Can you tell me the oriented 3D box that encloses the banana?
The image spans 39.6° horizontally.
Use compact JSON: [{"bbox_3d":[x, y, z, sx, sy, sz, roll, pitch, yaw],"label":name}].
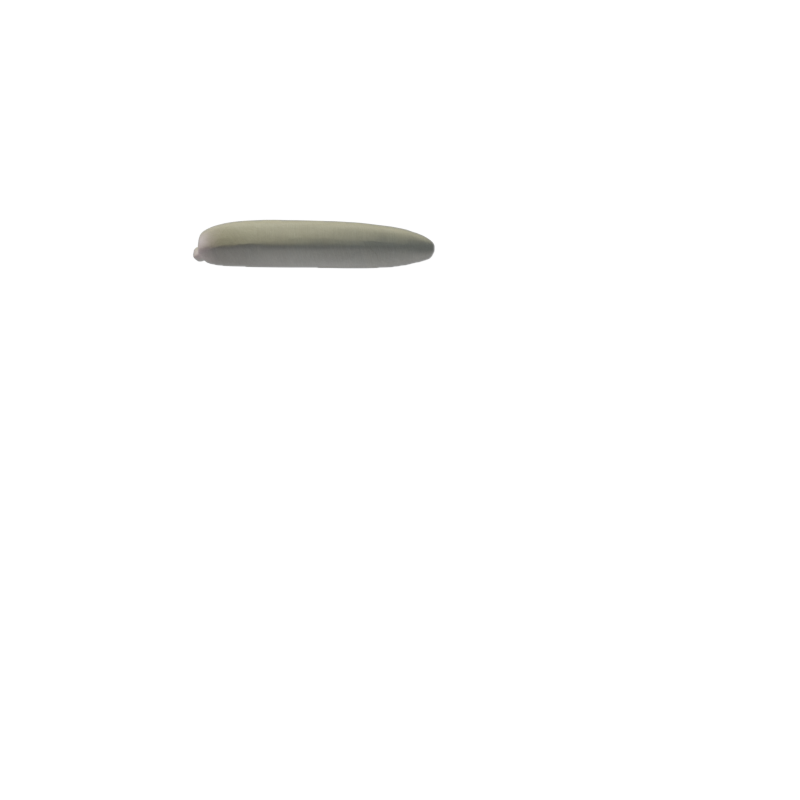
[{"bbox_3d":[-0.075,-0.121,0.858,0.201,0.036,0.070,2,10,11],"label":"banana"}]
